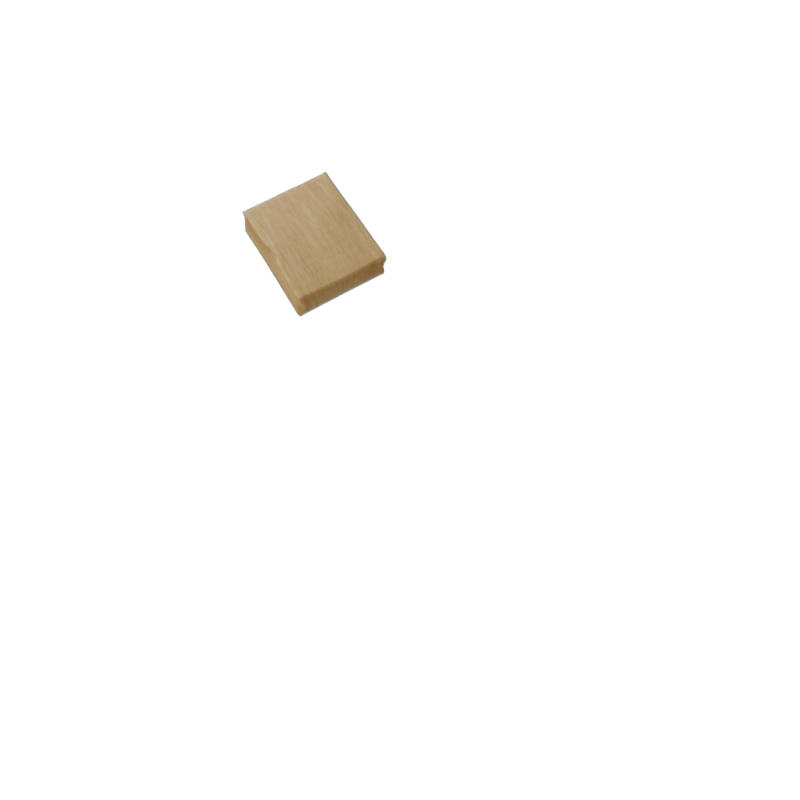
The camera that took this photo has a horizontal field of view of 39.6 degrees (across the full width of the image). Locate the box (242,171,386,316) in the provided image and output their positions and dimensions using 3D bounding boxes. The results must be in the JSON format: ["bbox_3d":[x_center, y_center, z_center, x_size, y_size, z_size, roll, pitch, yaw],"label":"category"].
[{"bbox_3d":[-0.064,-0.117,0.818,0.073,0.095,0.028,-27,-25,-14],"label":"box"}]
